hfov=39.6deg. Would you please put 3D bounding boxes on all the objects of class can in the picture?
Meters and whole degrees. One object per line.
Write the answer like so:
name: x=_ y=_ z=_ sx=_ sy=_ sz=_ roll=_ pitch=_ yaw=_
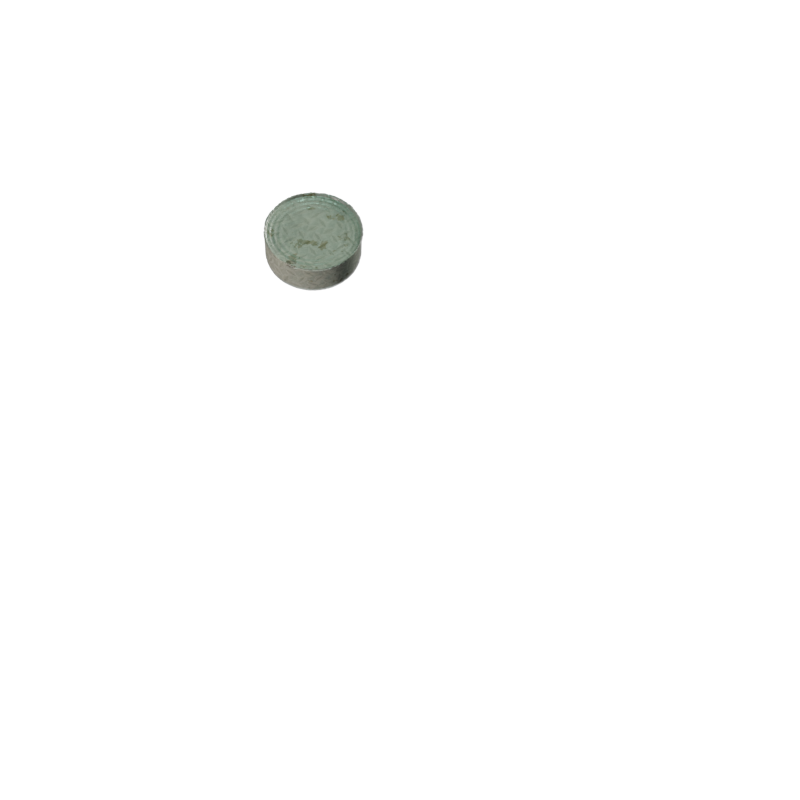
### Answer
can: x=-0.076 y=-0.138 z=0.966 sx=0.086 sy=0.092 sz=0.031 roll=-1 pitch=-35 yaw=-1
